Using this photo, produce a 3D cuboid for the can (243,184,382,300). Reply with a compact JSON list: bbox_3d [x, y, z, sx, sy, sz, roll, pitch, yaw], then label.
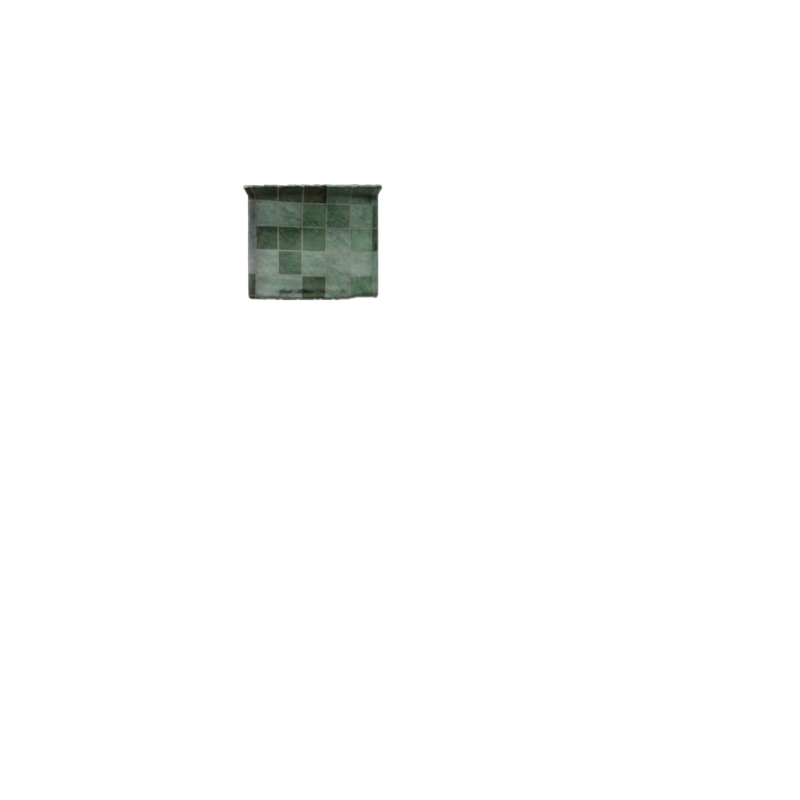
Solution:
[{"bbox_3d":[-0.064,-0.117,0.822,0.102,0.083,0.058,0,4,2],"label":"can"}]
